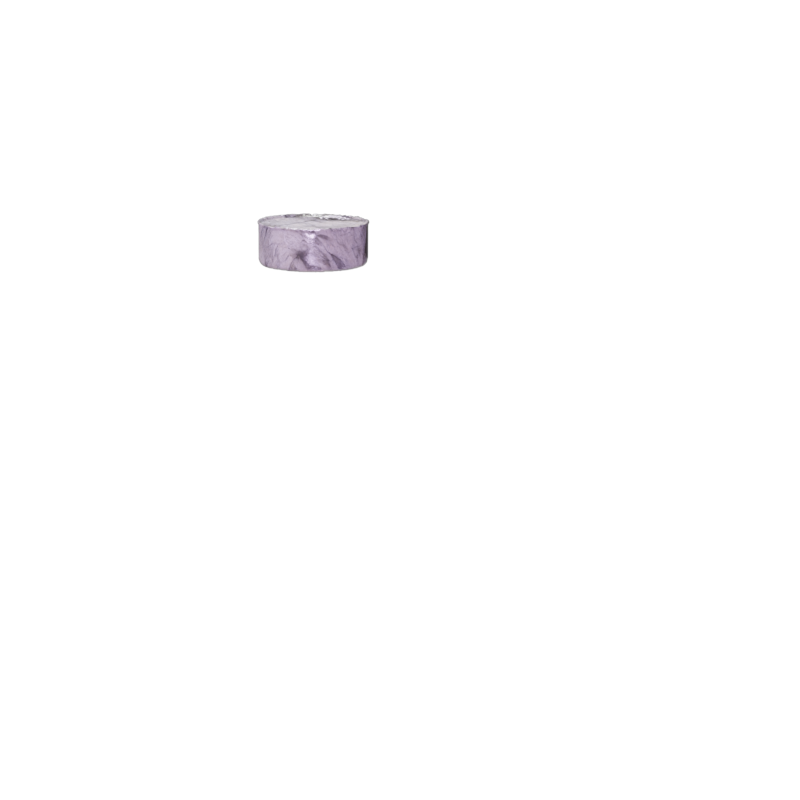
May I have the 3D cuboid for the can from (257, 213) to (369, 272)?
[{"bbox_3d":[-0.067,-0.122,0.852,0.086,0.033,0.089,0,16,-2],"label":"can"}]
